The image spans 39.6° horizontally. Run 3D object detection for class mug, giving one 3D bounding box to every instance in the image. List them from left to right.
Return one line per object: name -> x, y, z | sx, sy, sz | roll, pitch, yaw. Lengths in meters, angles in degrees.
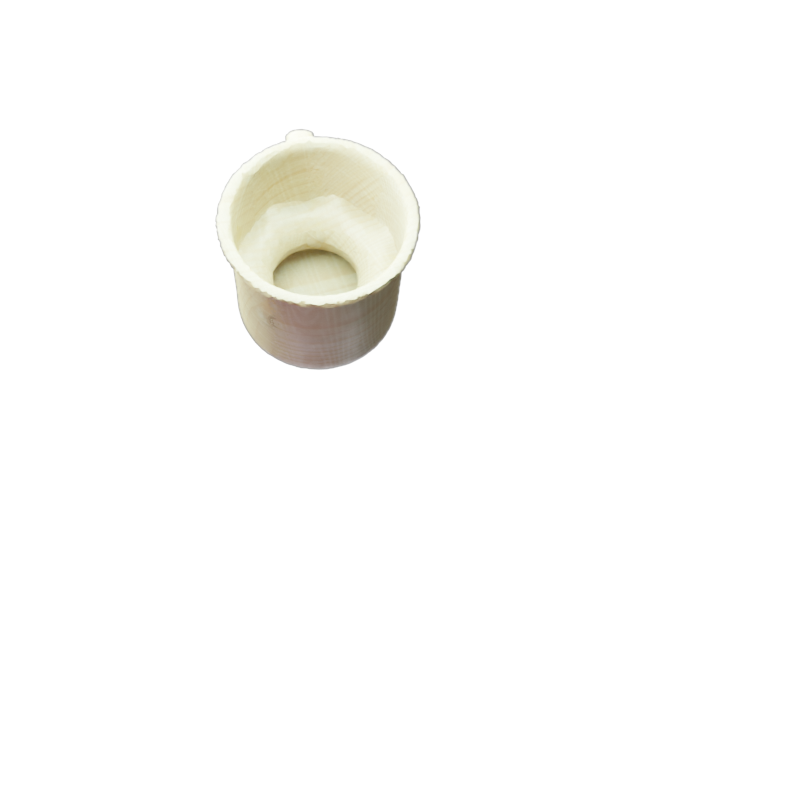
mug -> -0.043, -0.078, 0.543 | 0.093, 0.125, 0.077 | -10, -28, -7
